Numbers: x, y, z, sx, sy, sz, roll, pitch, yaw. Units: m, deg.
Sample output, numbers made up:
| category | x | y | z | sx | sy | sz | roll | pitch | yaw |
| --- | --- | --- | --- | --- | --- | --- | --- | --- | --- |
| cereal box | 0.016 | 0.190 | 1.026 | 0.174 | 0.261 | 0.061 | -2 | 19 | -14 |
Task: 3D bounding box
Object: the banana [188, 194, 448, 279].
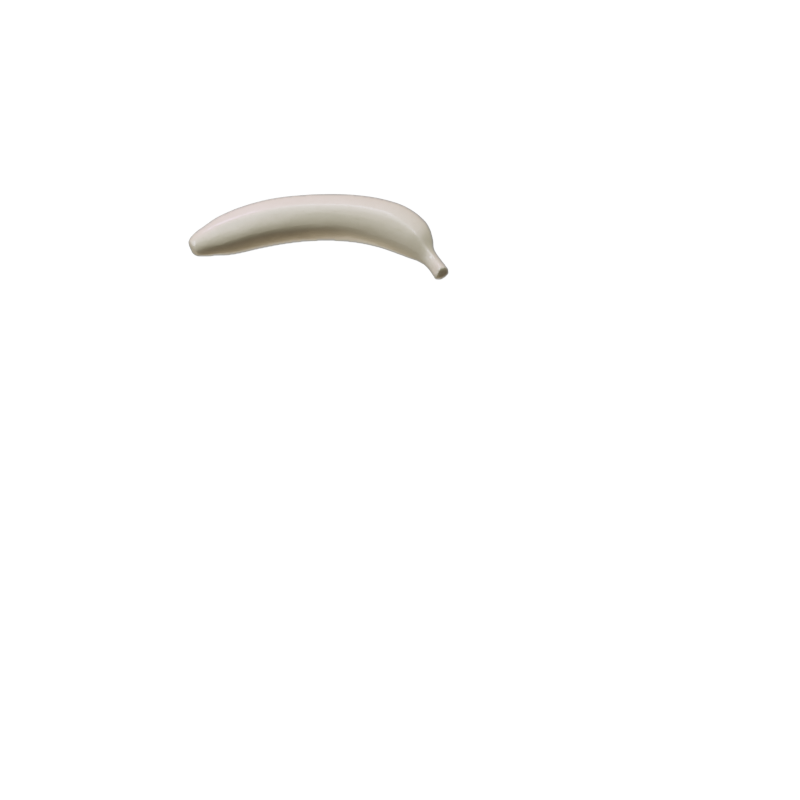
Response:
| category | x | y | z | sx | sy | sz | roll | pitch | yaw |
| --- | --- | --- | --- | --- | --- | --- | --- | --- | --- |
| banana | -0.061 | -0.132 | 0.855 | 0.199 | 0.034 | 0.074 | 4 | 39 | 5 |
